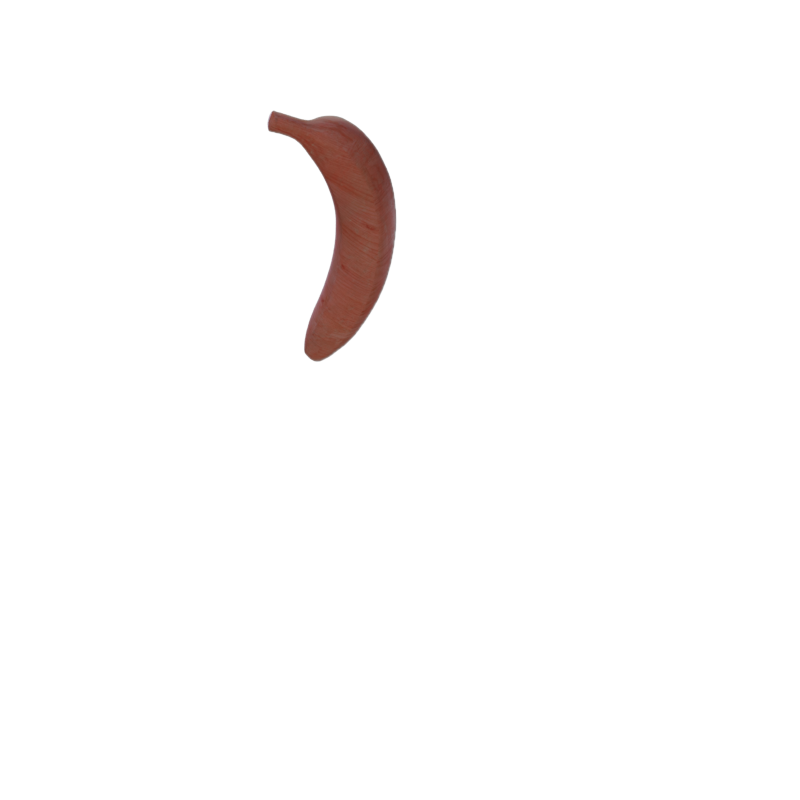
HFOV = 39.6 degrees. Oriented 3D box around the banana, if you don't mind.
[{"bbox_3d":[-0.036,-0.104,0.693,0.070,0.184,0.039,-4,40,2],"label":"banana"}]
